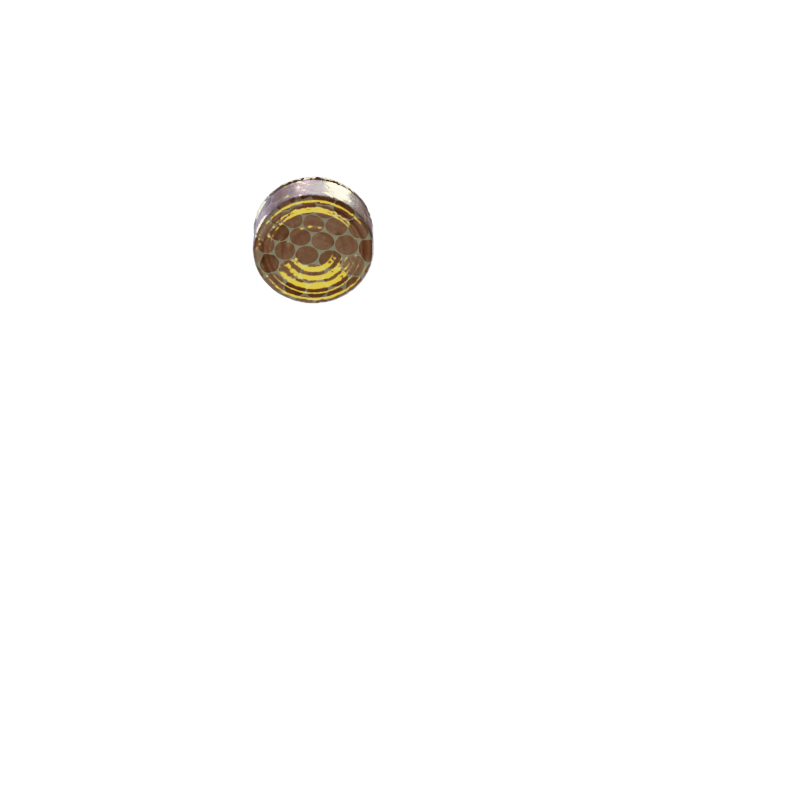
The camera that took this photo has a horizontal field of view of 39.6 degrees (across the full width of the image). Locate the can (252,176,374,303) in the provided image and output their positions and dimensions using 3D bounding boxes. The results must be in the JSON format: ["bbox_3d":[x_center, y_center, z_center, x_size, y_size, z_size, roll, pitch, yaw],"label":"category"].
[{"bbox_3d":[-0.061,-0.112,0.782,0.086,0.081,0.036,1,30,-1],"label":"can"}]
